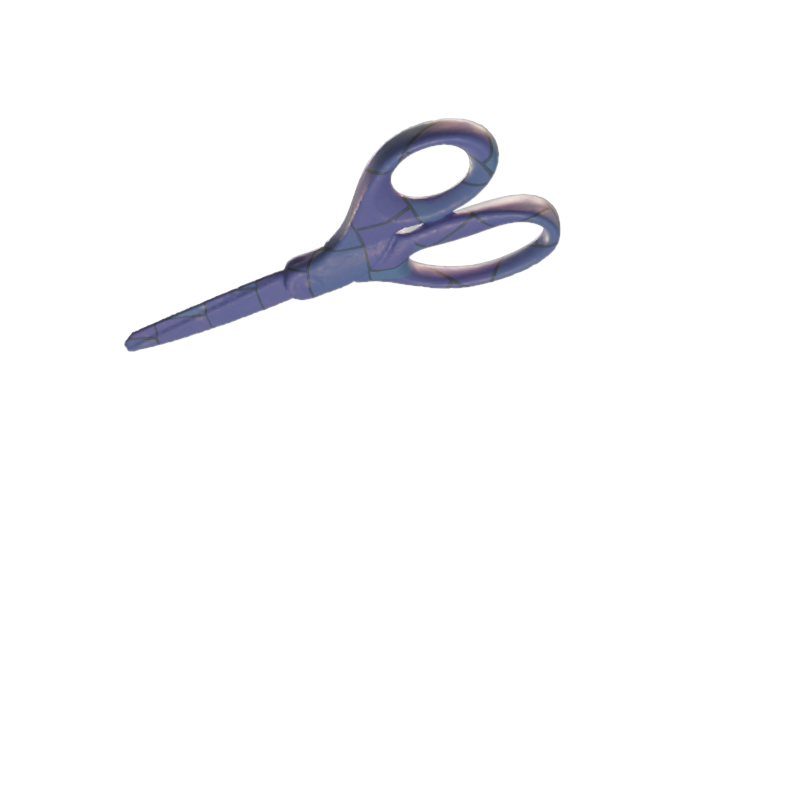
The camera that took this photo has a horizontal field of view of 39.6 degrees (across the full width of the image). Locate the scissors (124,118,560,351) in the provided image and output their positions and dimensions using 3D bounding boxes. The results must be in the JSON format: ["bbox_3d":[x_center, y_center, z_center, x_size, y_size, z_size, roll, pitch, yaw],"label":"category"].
[{"bbox_3d":[-0.036,-0.066,0.463,0.203,0.017,0.089,-8,-42,10],"label":"scissors"}]
